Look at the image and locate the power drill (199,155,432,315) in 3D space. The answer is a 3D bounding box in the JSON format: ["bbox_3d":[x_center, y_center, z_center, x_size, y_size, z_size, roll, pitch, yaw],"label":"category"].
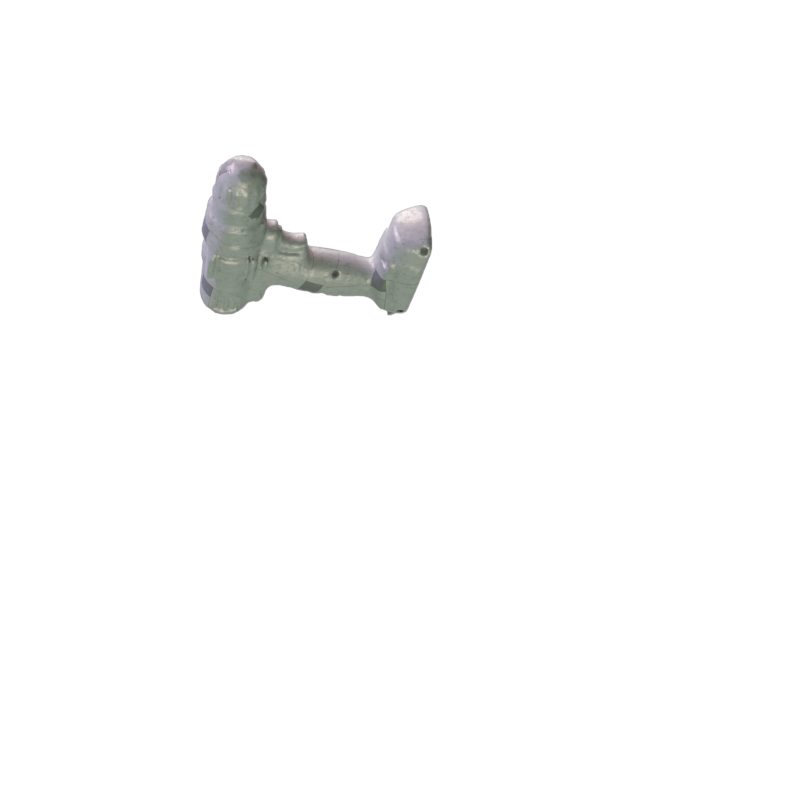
[{"bbox_3d":[-0.073,-0.132,0.928,0.185,0.061,0.175,5,-31,-9],"label":"power drill"}]
